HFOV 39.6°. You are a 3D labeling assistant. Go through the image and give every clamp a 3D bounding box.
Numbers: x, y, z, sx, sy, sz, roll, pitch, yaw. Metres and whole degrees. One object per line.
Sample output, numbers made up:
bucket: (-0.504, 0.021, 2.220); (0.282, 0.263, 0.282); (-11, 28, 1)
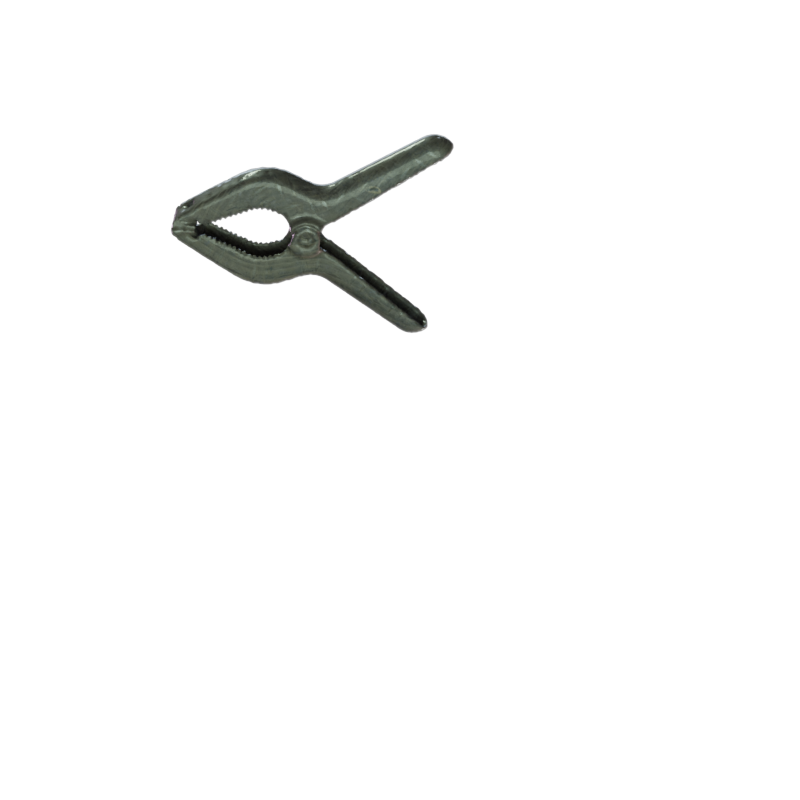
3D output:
clamp: (-0.066, -0.120, 0.841); (0.210, 0.155, 0.039); (-2, 29, 1)
